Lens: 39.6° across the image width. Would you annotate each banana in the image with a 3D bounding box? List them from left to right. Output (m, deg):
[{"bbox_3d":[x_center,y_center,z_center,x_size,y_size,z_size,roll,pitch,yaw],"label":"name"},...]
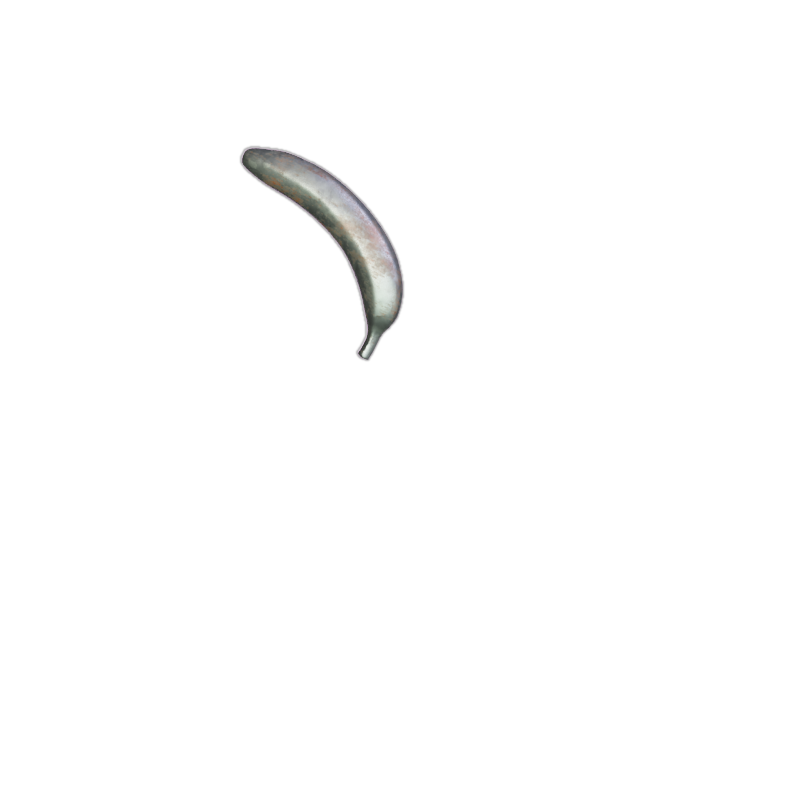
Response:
[{"bbox_3d":[-0.052,-0.133,0.888,0.069,0.204,0.036,-30,-10,-6],"label":"banana"}]
